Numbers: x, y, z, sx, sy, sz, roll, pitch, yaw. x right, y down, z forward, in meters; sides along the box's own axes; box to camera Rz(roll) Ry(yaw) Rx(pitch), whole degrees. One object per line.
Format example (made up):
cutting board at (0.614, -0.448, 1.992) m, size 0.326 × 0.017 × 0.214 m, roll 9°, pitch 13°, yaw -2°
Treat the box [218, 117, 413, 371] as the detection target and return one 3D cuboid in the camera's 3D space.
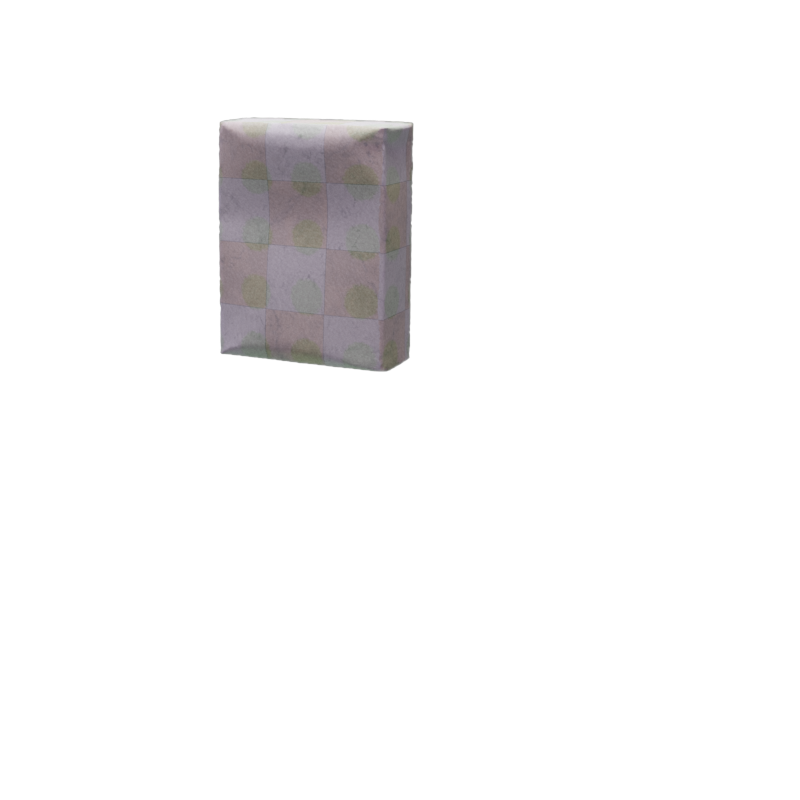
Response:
box at (-0.077, -0.140, 0.981) m, size 0.170 × 0.209 × 0.071 m, roll 6°, pitch 12°, yaw 25°
